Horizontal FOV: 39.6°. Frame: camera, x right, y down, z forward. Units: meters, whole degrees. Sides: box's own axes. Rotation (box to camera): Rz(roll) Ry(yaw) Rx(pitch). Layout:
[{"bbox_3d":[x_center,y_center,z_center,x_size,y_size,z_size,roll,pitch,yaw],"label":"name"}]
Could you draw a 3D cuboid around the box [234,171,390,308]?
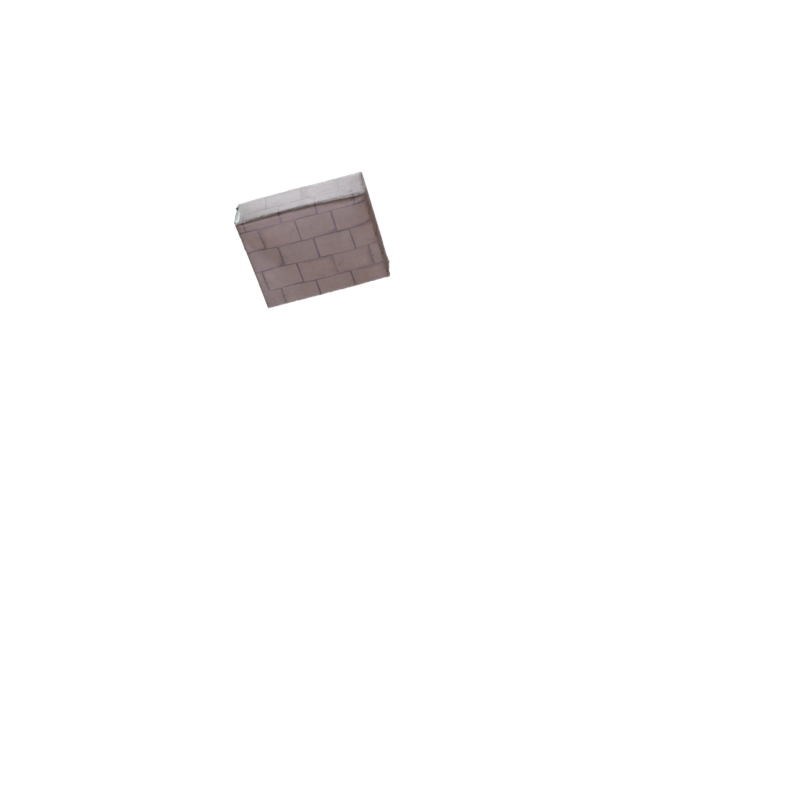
[{"bbox_3d":[-0.073,-0.134,0.938,0.114,0.083,0.042,-12,35,8],"label":"box"}]
